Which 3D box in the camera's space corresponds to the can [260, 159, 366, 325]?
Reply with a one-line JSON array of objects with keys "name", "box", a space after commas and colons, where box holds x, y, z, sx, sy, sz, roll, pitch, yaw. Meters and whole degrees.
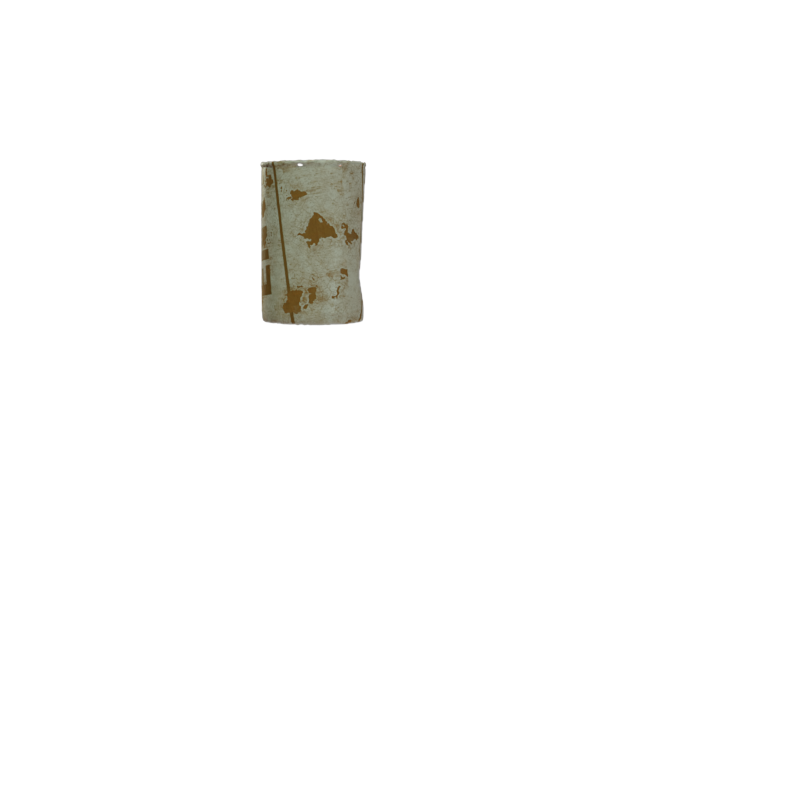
[{"name": "can", "box": [-0.056, -0.102, 0.713, 0.068, 0.102, 0.069, 0, 3, -2]}]
